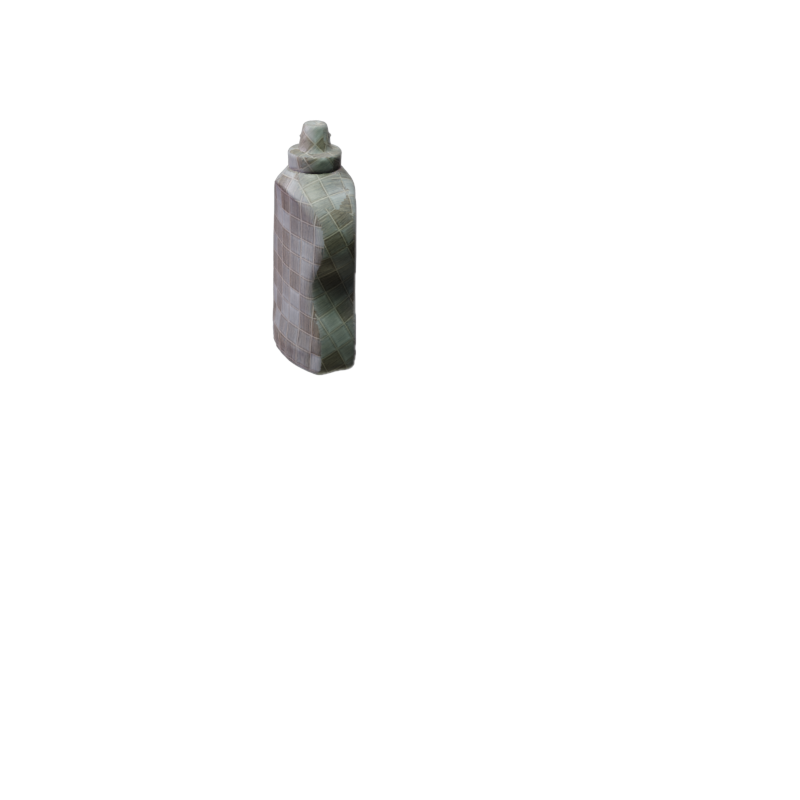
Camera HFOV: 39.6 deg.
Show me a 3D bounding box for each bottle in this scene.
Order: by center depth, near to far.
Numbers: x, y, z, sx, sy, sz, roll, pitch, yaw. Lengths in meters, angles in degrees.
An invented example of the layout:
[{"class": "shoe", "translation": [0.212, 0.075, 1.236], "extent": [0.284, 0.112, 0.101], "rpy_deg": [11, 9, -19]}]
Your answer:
[{"class": "bottle", "translation": [-0.067, -0.124, 0.865], "extent": [0.057, 0.182, 0.103], "rpy_deg": [-9, 27, -23]}]
